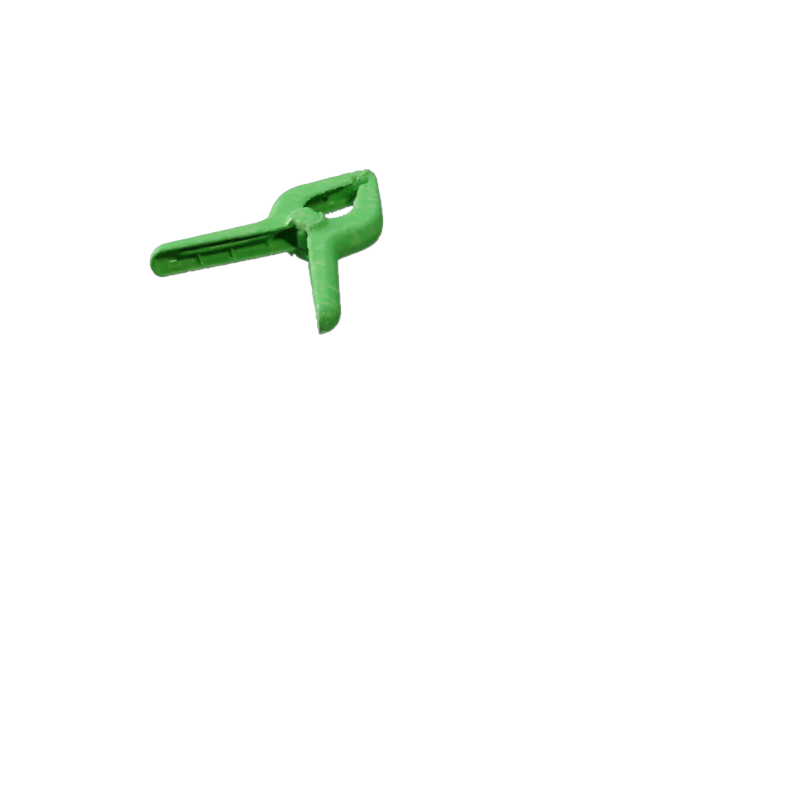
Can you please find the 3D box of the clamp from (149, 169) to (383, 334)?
[{"bbox_3d":[-0.068,-0.125,0.873,0.174,0.034,0.212,25,43,29],"label":"clamp"}]
